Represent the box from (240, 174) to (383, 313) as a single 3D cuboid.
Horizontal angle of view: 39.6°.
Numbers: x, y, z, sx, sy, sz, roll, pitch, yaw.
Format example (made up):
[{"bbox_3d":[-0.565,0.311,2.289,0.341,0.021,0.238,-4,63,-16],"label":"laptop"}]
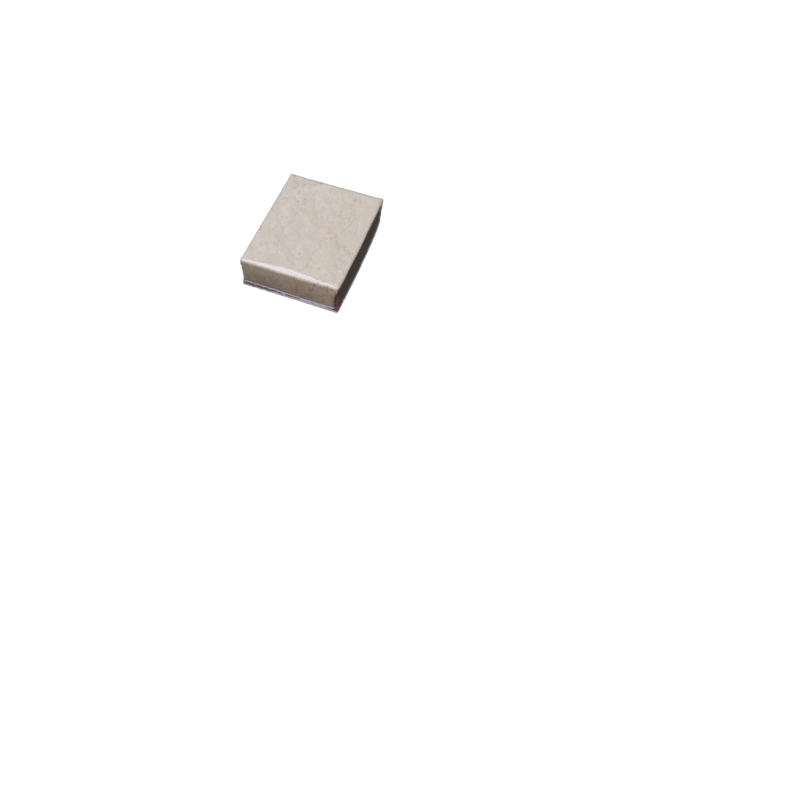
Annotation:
[{"bbox_3d":[-0.075,-0.137,0.961,0.092,0.119,0.036,16,-37,12],"label":"box"}]
